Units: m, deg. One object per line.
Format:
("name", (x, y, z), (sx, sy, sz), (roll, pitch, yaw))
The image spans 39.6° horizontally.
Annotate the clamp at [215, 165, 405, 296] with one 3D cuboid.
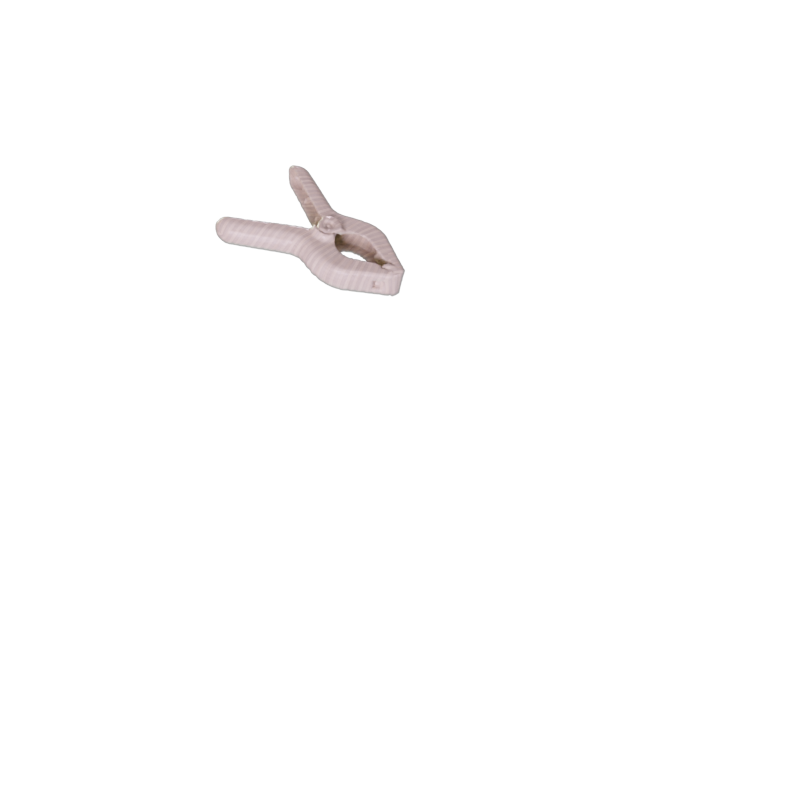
("clamp", (-0.078, -0.142, 0.991), (0.121, 0.036, 0.182), (-37, 59, -28))
